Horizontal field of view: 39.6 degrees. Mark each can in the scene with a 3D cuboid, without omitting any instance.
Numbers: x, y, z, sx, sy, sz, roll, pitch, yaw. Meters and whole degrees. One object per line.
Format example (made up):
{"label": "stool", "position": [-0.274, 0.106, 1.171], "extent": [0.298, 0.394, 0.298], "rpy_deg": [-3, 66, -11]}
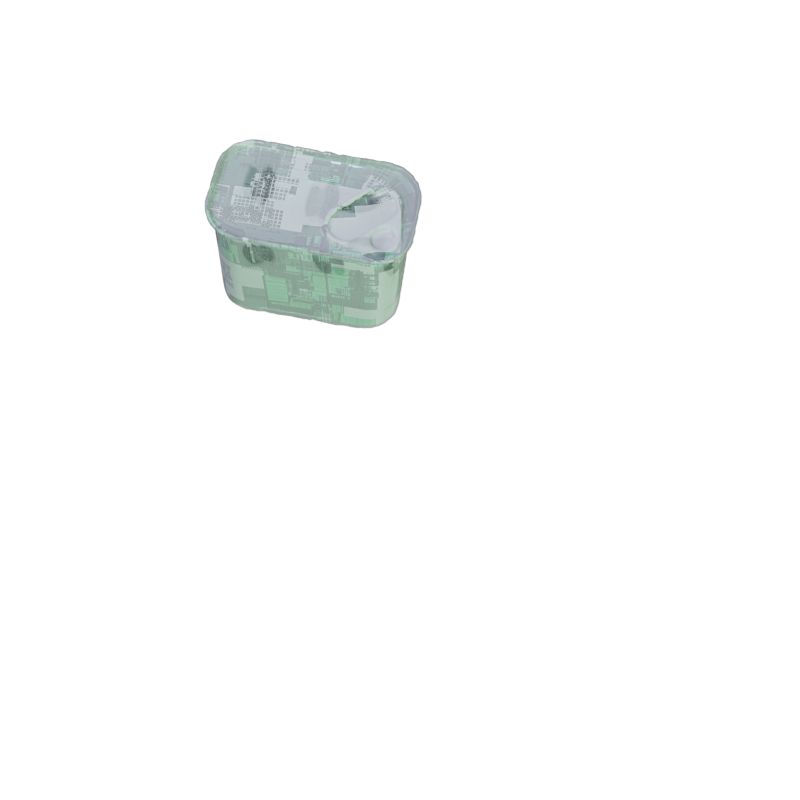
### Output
{"label": "can", "position": [-0.044, -0.081, 0.567], "extent": [0.103, 0.060, 0.079], "rpy_deg": [11, -25, 4]}
